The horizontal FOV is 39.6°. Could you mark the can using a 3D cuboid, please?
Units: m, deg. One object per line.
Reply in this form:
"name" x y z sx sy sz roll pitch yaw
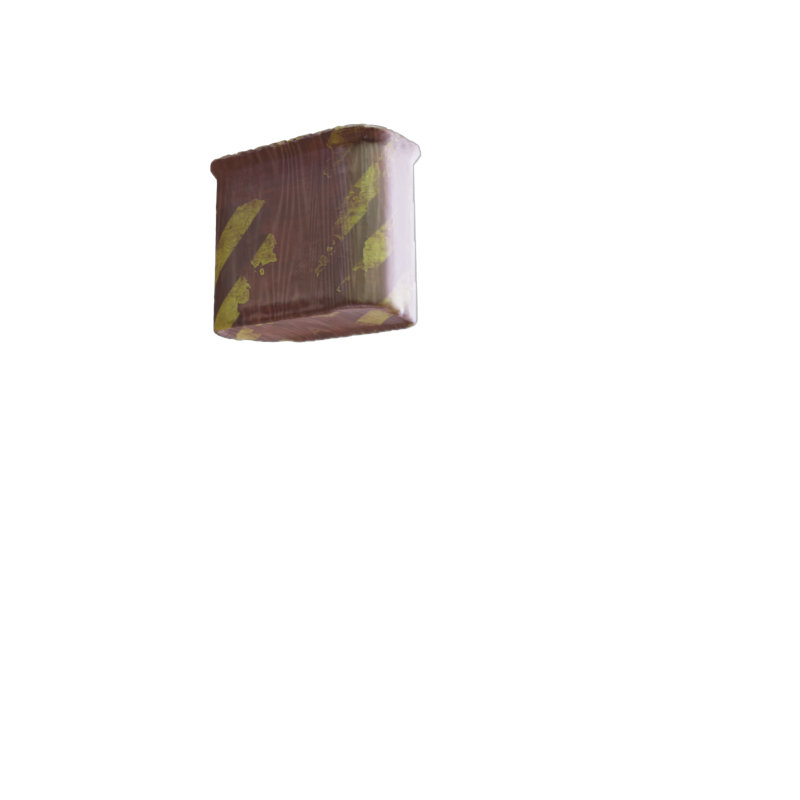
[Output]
"can" -0.041 -0.074 0.520 0.104 0.087 0.054 -8 -15 32
